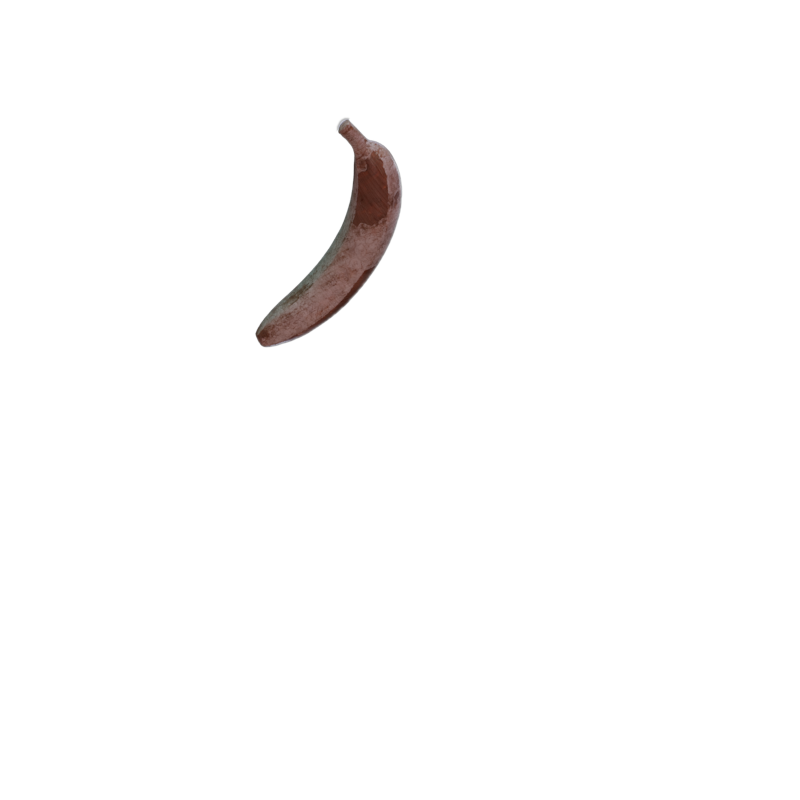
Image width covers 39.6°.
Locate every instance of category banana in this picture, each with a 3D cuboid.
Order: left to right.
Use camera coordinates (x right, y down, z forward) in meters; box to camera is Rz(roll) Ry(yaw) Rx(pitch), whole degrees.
[{"bbox_3d":[-0.045,-0.114,0.815,0.068,0.190,0.039,19,28,-12],"label":"banana"}]
